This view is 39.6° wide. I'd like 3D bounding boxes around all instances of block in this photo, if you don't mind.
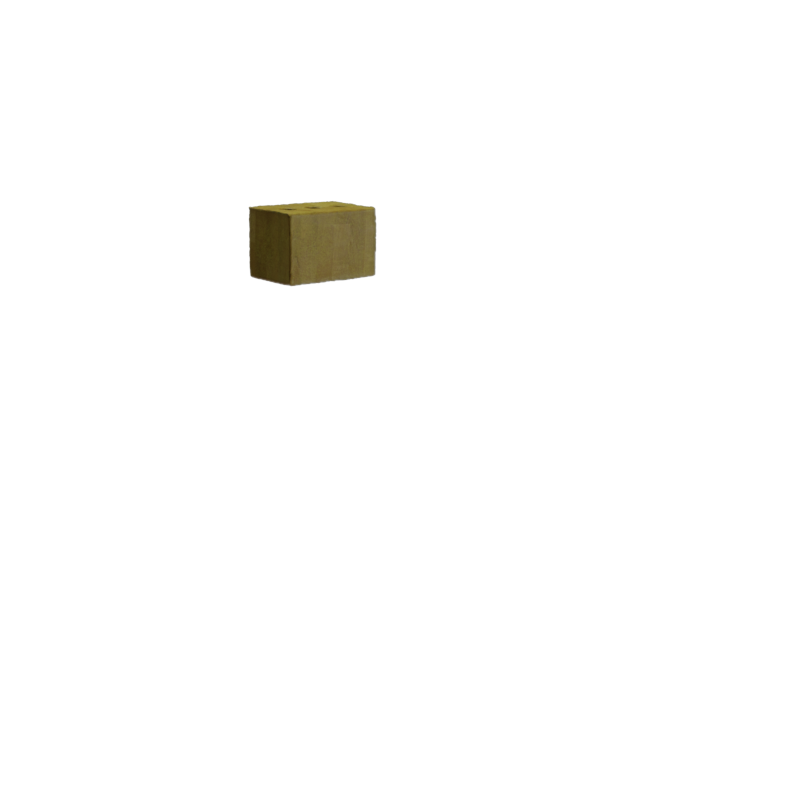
[{"bbox_3d":[-0.062,-0.113,0.791,0.076,0.050,0.055,-10,15,-38],"label":"block"}]
